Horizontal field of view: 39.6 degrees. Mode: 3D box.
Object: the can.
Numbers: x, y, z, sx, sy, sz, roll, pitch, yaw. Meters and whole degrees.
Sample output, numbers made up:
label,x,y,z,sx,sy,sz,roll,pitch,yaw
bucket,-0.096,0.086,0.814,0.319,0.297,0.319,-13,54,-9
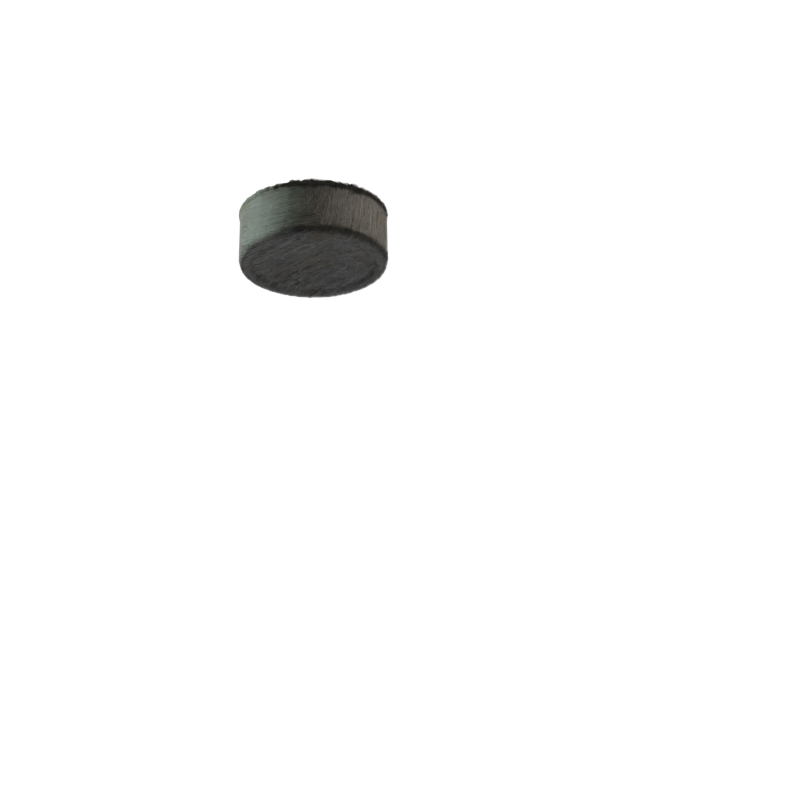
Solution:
label,x,y,z,sx,sy,sz,roll,pitch,yaw
can,-0.049,-0.090,0.630,0.086,0.035,0.081,0,-22,-2
